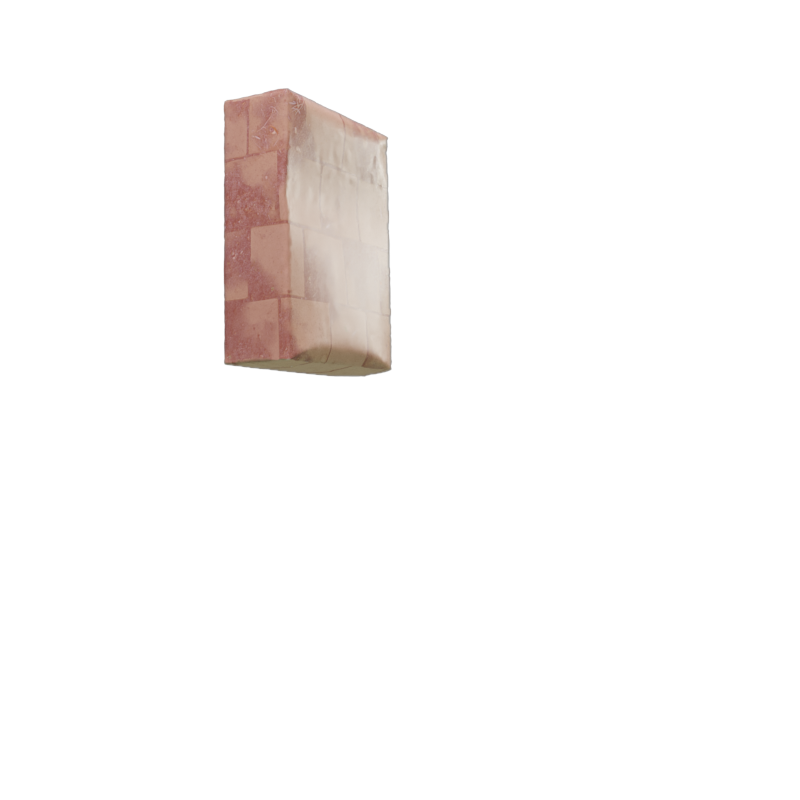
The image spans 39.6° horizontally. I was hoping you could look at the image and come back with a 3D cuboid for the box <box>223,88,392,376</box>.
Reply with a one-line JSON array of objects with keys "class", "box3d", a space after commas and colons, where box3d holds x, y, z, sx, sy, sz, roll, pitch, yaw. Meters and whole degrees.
[{"class": "box", "box3d": [-0.072, -0.131, 0.915, 0.074, 0.219, 0.156, -7, -10, 30]}]
